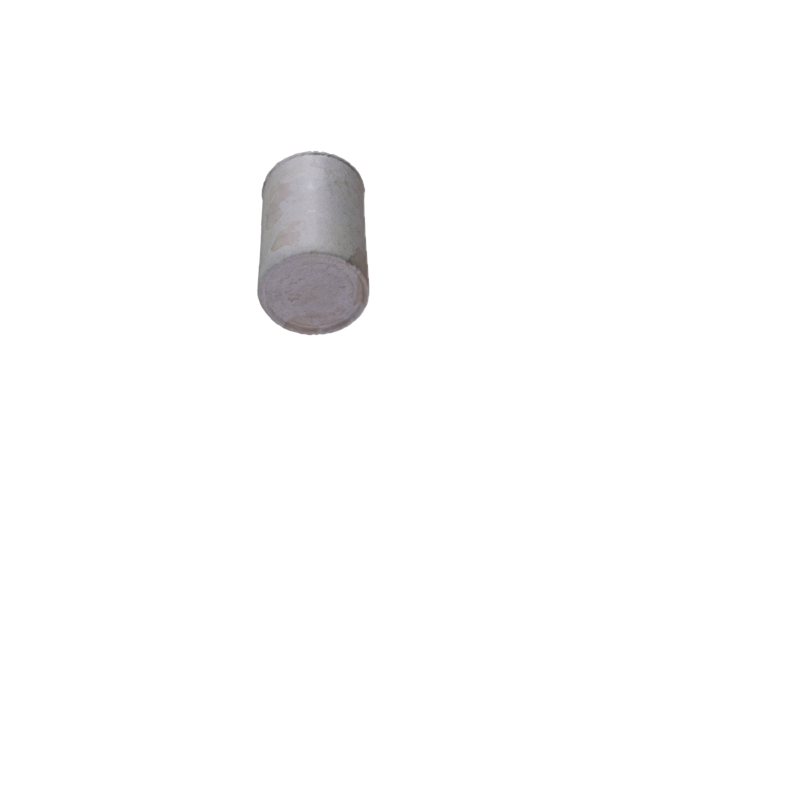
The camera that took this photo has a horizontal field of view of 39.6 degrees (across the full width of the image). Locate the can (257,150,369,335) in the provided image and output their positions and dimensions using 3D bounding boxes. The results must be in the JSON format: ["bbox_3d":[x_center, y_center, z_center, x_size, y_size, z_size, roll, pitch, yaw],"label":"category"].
[{"bbox_3d":[-0.054,-0.099,0.691,0.068,0.064,0.110,-1,43,-3],"label":"can"}]
